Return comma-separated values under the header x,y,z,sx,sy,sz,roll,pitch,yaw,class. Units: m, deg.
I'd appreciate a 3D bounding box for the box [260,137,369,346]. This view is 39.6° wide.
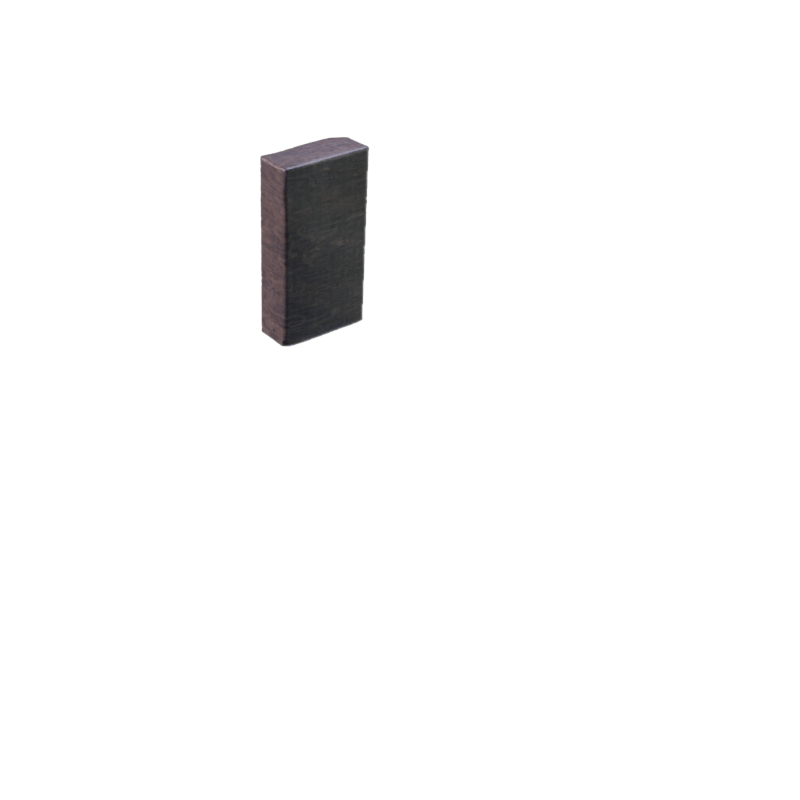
x,y,z,sx,sy,sz,roll,pitch,yaw,class
-0.078,-0.142,0.991,0.092,0.167,0.051,-19,33,-35,box
